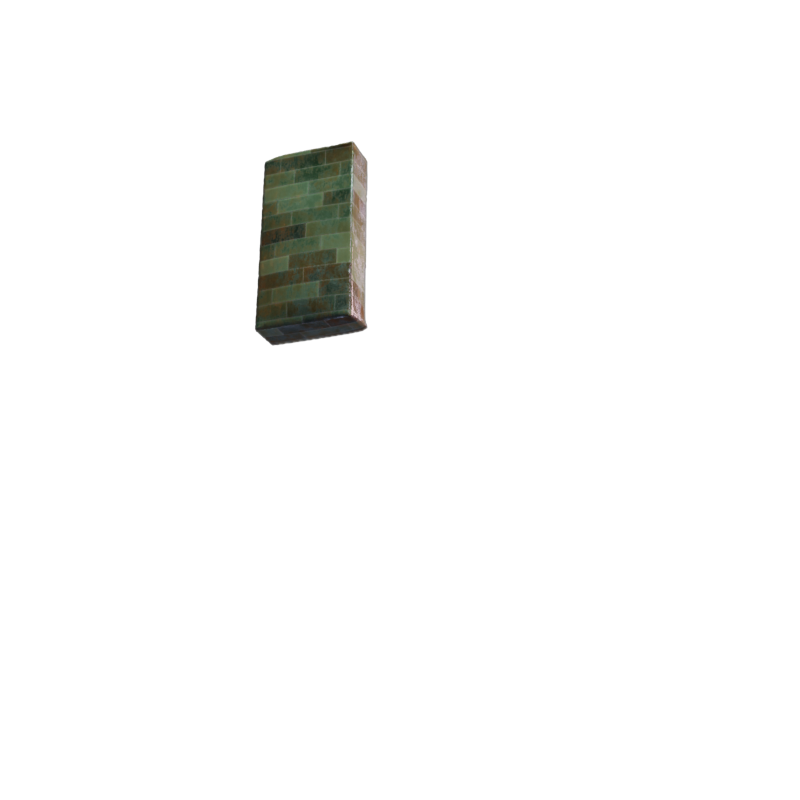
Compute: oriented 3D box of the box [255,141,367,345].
[{"bbox_3d":[-0.078,-0.142,0.997,0.095,0.186,0.045,-10,-26,19],"label":"box"}]
